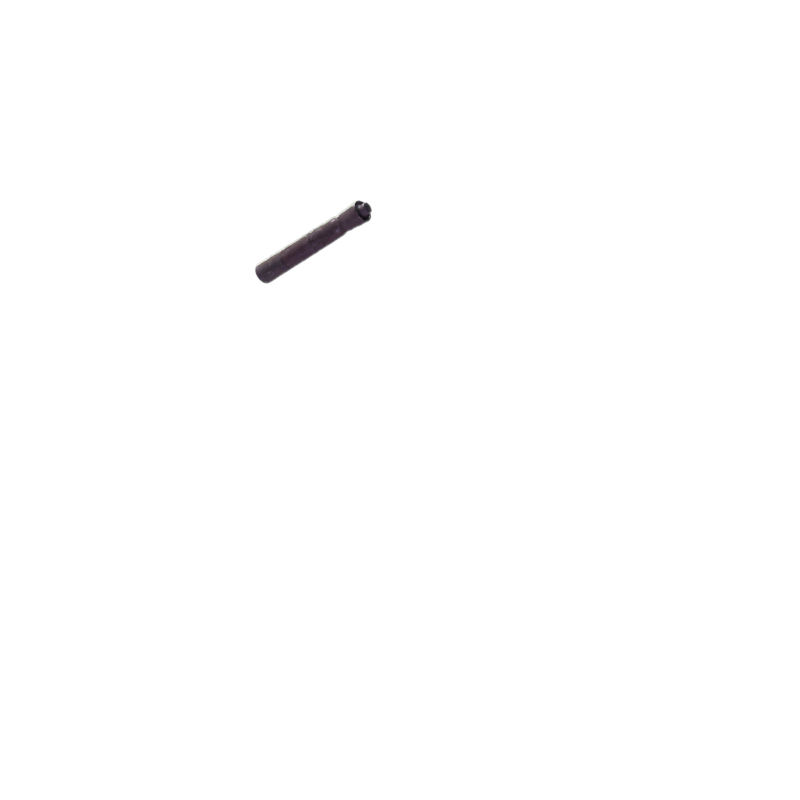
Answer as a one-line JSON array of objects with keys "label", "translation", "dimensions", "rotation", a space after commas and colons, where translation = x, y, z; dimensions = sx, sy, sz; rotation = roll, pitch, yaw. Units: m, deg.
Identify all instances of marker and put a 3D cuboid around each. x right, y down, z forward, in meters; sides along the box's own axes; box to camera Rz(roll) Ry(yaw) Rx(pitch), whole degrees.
[{"label": "marker", "translation": [-0.069, -0.126, 0.884], "dimensions": [0.121, 0.020, 0.019], "rotation": [-26, -13, 35]}]
